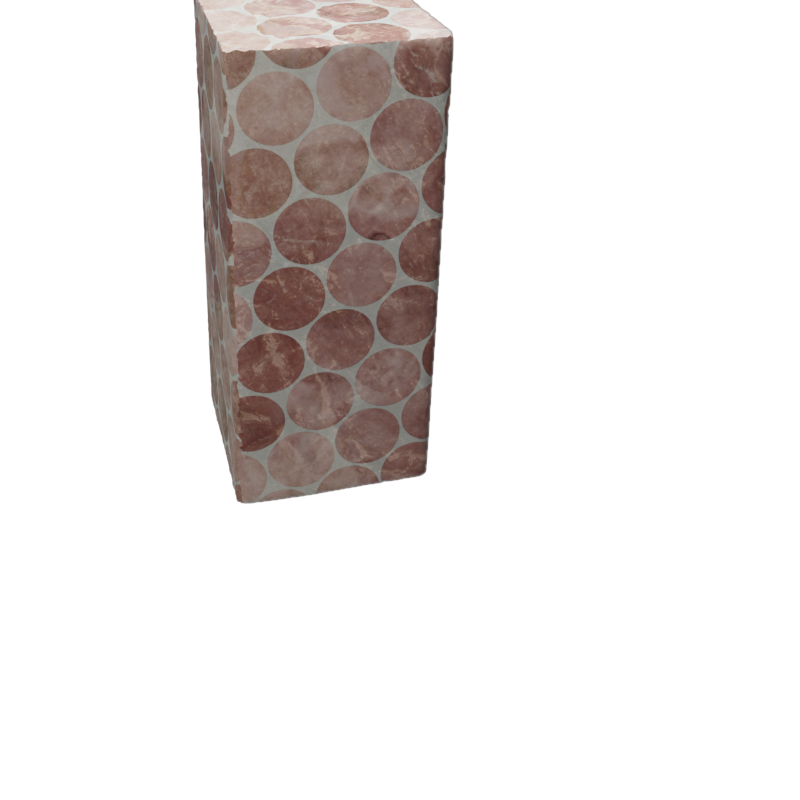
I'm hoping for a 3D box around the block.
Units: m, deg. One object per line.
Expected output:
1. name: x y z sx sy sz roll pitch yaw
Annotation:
1. block: -0.037 -0.069 0.487 0.089 0.194 0.097 -6 30 -14
